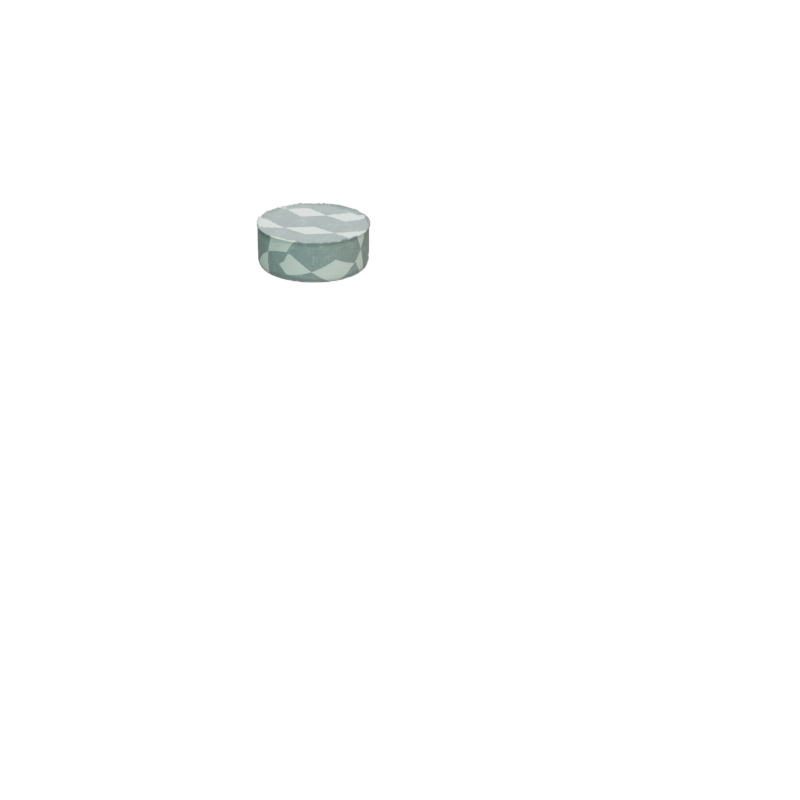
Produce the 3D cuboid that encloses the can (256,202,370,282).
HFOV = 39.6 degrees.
[{"bbox_3d":[-0.066,-0.120,0.840,0.086,0.032,0.091,-1,27,-2],"label":"can"}]
